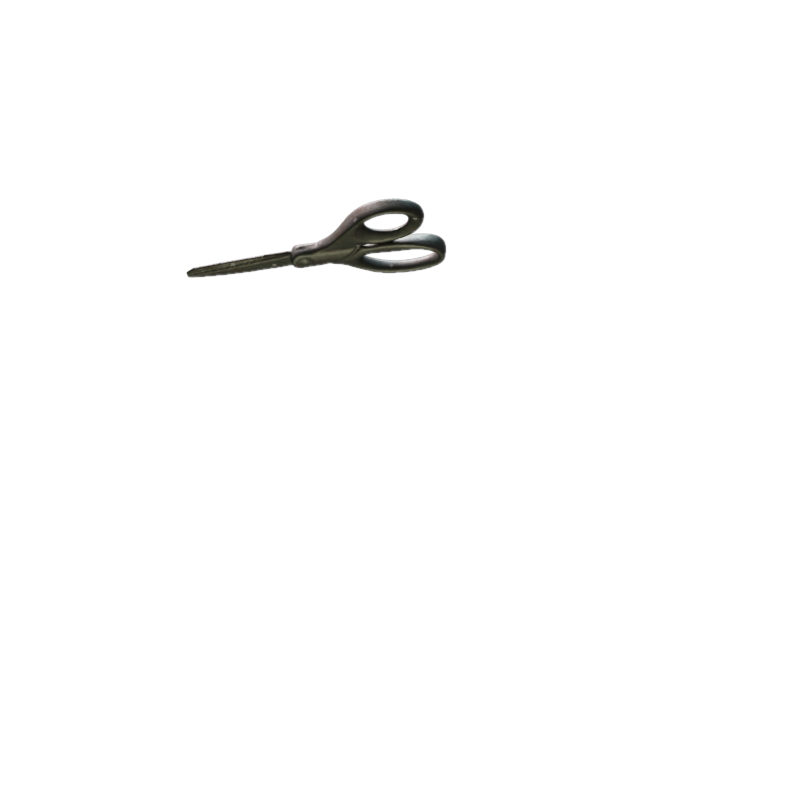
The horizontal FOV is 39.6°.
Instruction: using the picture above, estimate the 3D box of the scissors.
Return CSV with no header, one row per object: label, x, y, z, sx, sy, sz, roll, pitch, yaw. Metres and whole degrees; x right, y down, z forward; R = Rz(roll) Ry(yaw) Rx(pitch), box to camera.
scissors,-0.065,-0.119,0.835,0.202,0.017,0.090,0,-28,0
